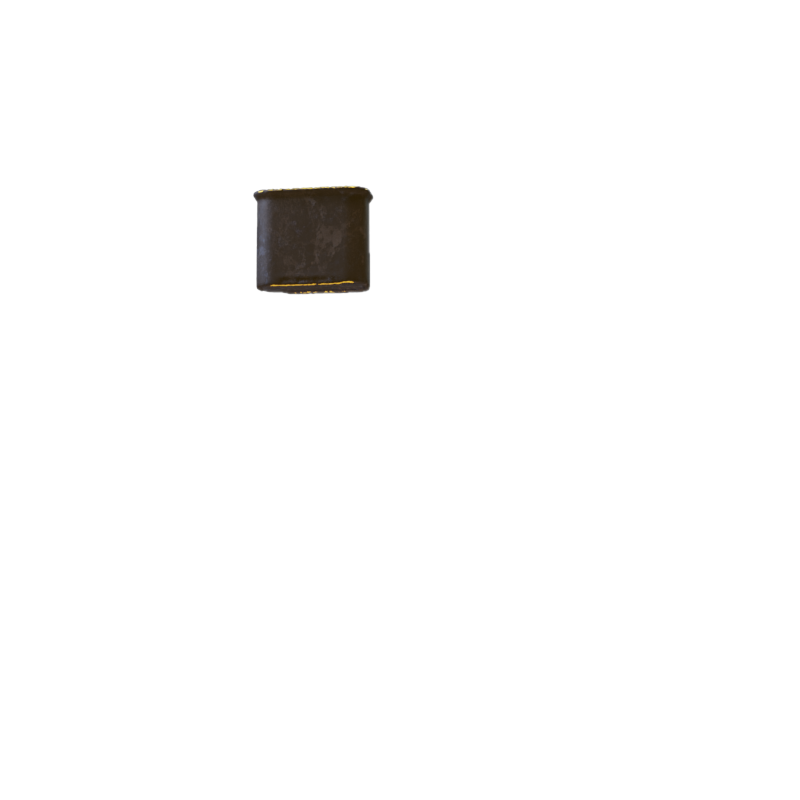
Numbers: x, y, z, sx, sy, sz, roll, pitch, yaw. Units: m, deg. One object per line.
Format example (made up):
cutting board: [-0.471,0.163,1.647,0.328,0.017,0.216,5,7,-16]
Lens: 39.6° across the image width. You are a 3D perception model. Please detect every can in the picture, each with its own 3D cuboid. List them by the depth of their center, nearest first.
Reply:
can: [-0.075,-0.136,0.956,0.103,0.086,0.055,-1,-9,9]
